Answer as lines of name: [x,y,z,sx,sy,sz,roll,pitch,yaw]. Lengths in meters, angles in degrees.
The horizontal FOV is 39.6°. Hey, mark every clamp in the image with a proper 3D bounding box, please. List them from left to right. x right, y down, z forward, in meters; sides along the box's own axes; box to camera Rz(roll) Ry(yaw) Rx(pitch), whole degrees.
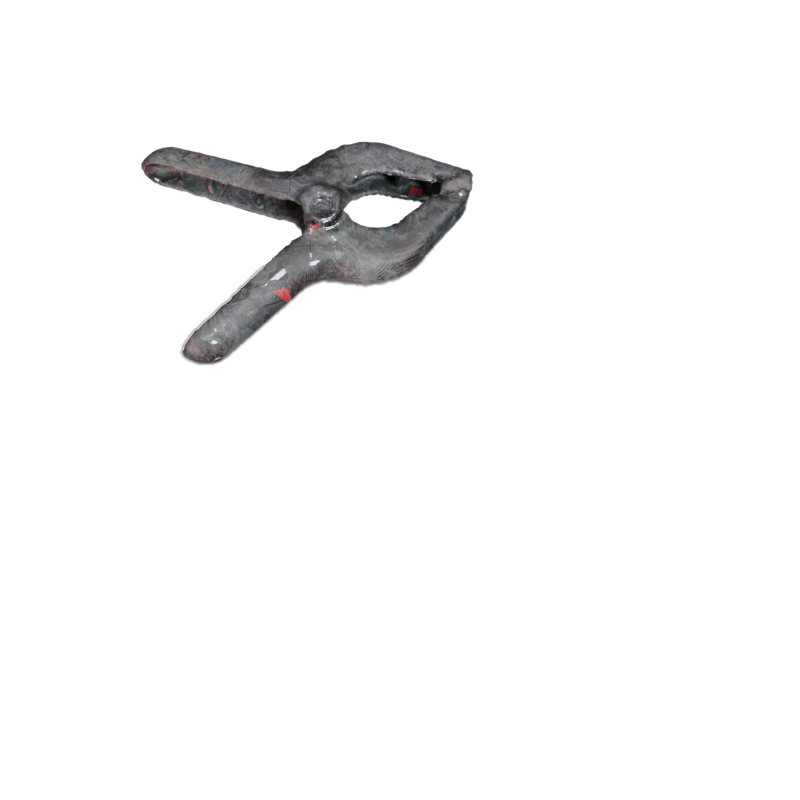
clamp: [-0.044,-0.081,0.568,0.171,0.126,0.038,-6,-18,-2]
